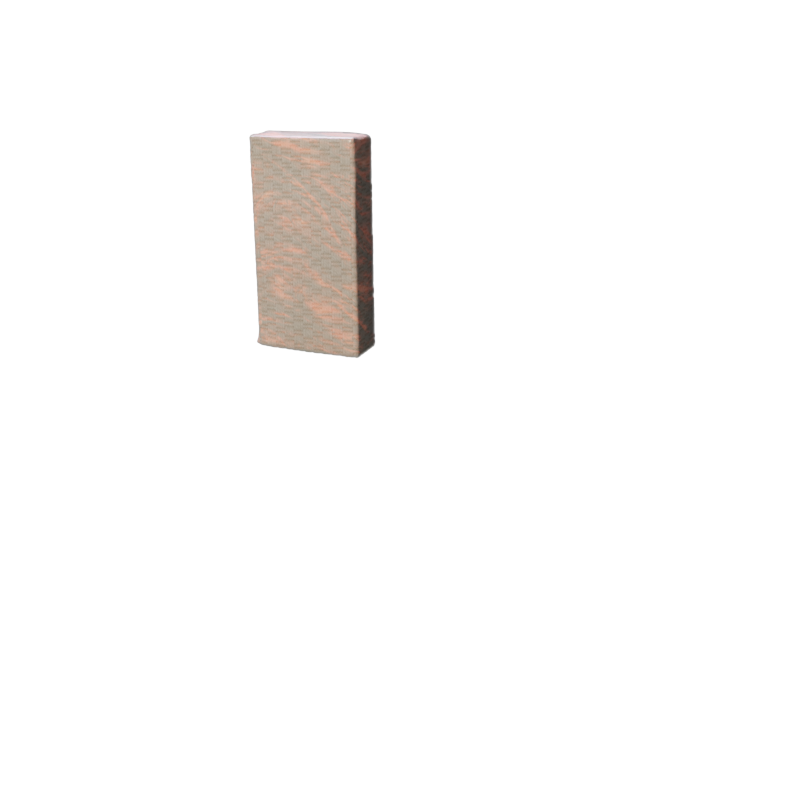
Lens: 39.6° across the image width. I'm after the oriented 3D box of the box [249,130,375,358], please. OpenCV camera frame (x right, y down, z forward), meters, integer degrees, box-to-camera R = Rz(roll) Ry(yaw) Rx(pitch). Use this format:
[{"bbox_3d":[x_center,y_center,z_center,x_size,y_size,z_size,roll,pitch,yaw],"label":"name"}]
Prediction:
[{"bbox_3d":[-0.070,-0.128,0.894,0.096,0.172,0.048,6,12,23],"label":"box"}]
